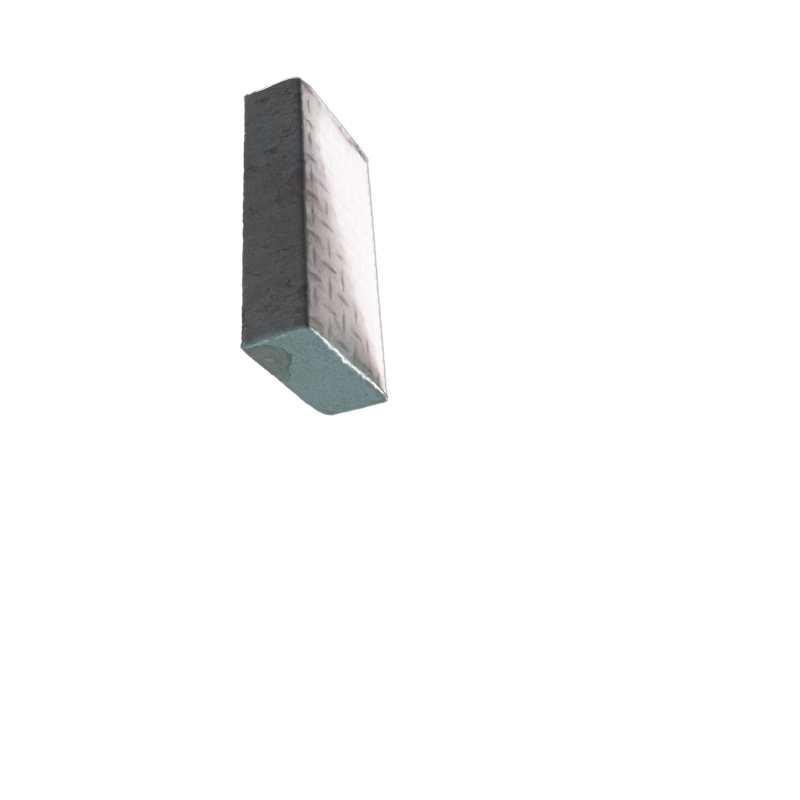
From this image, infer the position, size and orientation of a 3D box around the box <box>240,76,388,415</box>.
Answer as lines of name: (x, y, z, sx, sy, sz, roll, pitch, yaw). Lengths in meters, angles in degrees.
box: (-0.049, -0.090, 0.626, 0.048, 0.188, 0.086, -17, -35, 22)
